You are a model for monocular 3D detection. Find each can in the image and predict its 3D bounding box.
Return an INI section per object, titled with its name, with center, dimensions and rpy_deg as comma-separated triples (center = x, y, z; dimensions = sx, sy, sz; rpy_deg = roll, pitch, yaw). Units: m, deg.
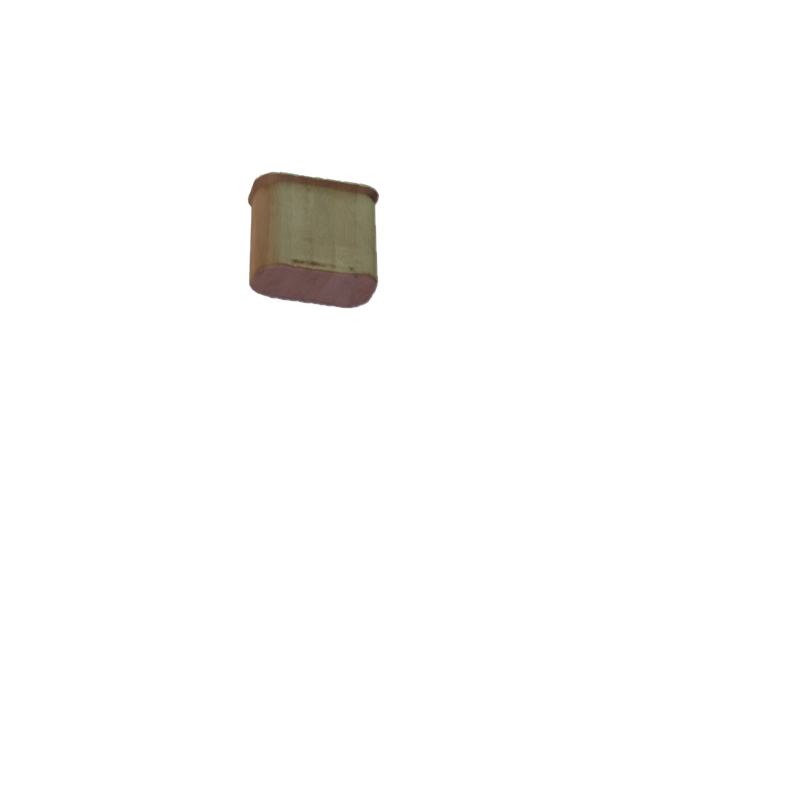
[can]
center = -0.068, -0.123, 0.862
dimensions = 0.100, 0.089, 0.055
rpy_deg = 6, -29, -14
